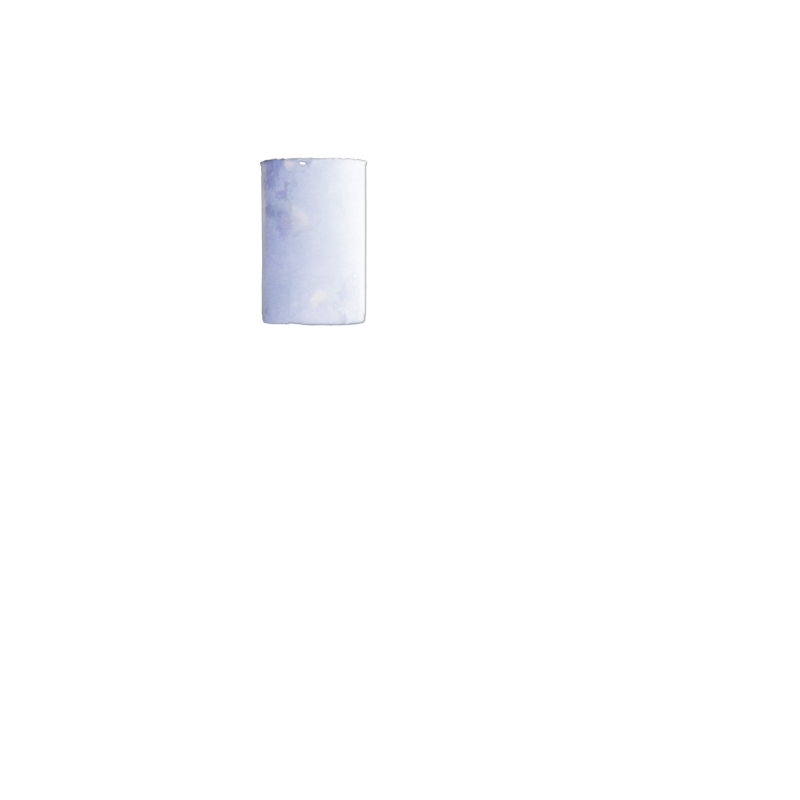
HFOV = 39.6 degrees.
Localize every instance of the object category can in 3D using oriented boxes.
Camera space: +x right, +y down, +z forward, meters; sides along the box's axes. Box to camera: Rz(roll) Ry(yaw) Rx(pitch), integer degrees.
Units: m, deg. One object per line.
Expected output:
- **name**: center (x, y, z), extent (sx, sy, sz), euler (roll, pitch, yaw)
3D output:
- **can**: center (-0.055, -0.100, 0.700), extent (0.068, 0.102, 0.069), euler (0, 2, -2)
